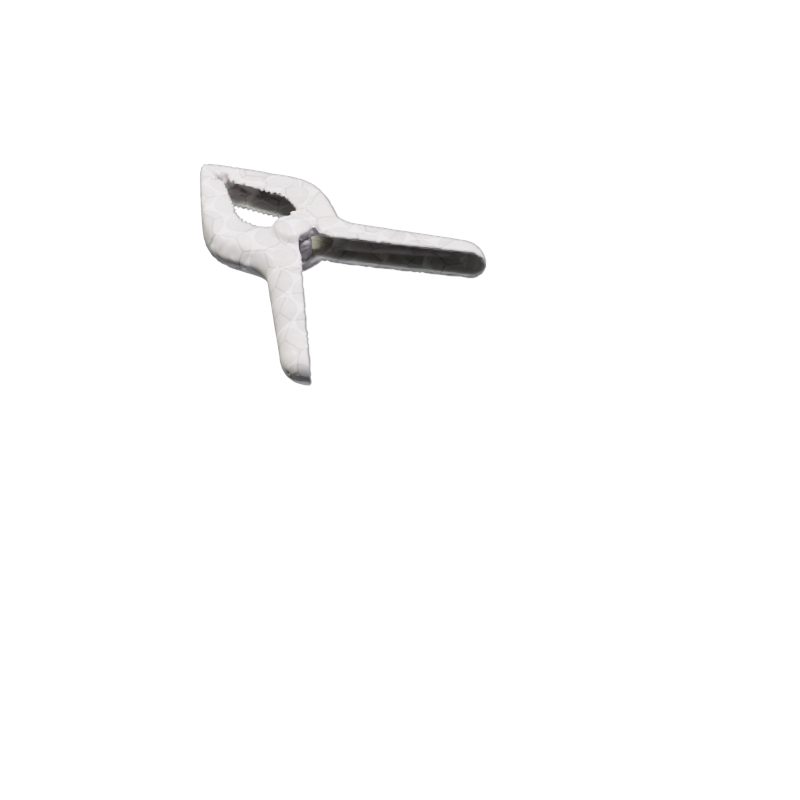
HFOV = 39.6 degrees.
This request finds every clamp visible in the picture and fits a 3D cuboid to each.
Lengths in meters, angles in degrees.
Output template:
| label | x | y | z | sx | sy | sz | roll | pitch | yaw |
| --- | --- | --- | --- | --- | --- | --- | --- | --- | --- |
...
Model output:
| label | x | y | z | sx | sy | sz | roll | pitch | yaw |
| --- | --- | --- | --- | --- | --- | --- | --- | --- | --- |
| clamp | -0.059 | -0.107 | 0.750 | 0.164 | 0.034 | 0.226 | -26 | 49 | -25 |
